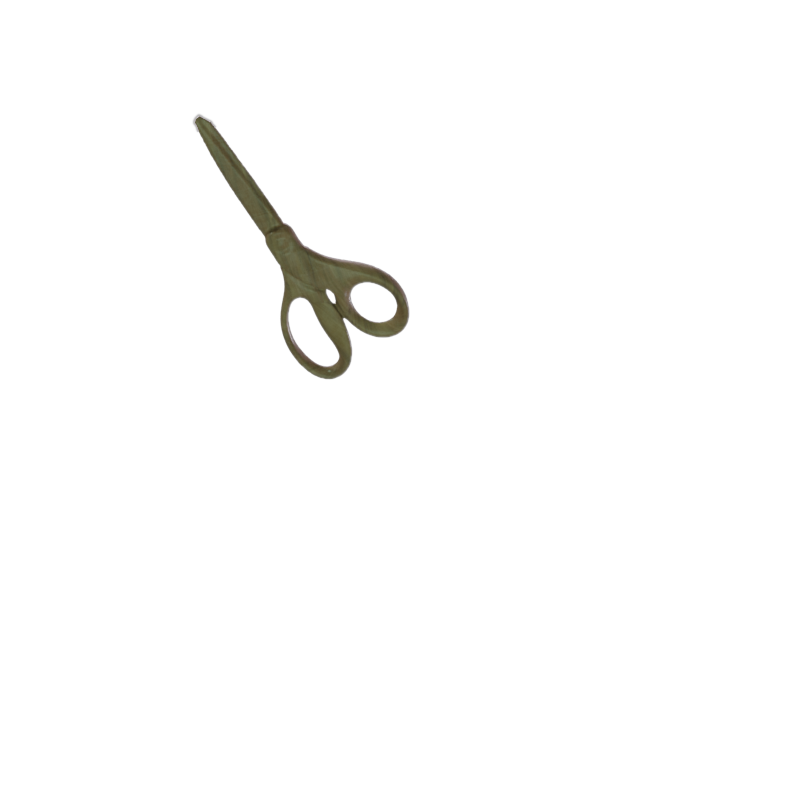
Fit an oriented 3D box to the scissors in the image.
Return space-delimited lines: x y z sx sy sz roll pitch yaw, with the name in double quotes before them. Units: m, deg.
"scissors" -0.056 -0.102 0.717 0.097 0.190 0.017 -13 26 7
